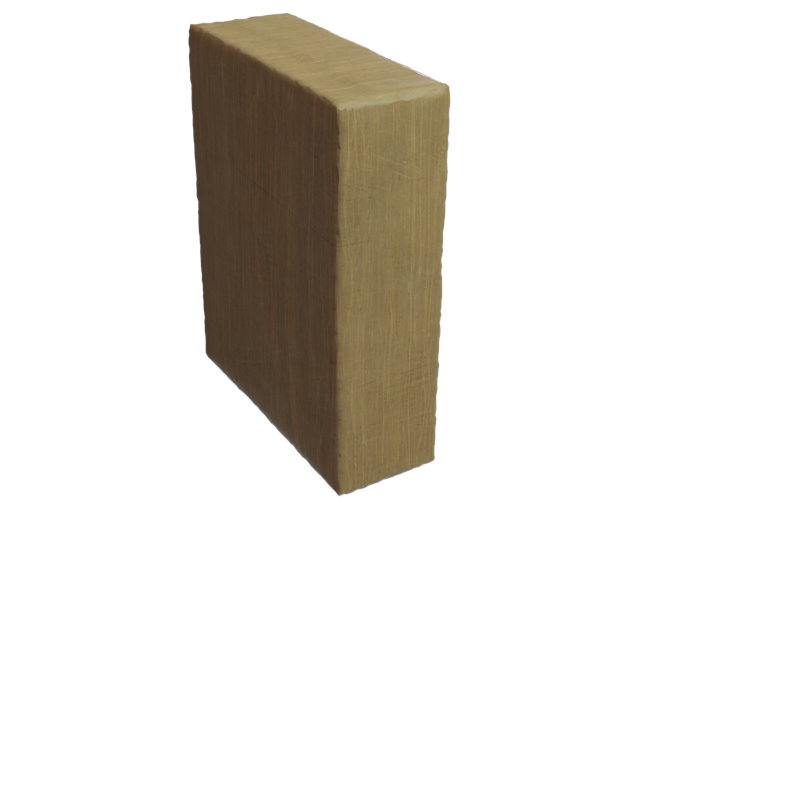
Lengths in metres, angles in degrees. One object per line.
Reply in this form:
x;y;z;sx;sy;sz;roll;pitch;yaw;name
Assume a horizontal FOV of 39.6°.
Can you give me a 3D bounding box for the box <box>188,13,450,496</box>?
-0.047;-0.086;0.600;0.071;0.202;0.177;-14;33;-28;box
